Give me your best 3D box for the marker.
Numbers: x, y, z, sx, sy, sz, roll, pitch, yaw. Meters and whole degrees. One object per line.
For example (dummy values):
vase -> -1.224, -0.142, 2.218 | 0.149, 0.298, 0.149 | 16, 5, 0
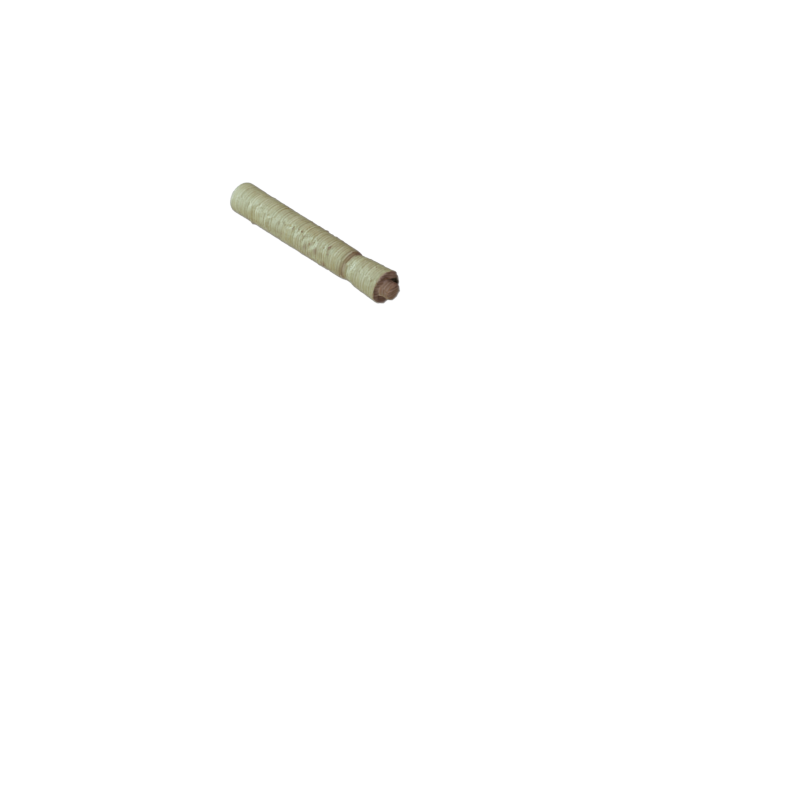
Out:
marker -> -0.046, -0.085, 0.593 | 0.129, 0.019, 0.019 | 35, 25, 35
